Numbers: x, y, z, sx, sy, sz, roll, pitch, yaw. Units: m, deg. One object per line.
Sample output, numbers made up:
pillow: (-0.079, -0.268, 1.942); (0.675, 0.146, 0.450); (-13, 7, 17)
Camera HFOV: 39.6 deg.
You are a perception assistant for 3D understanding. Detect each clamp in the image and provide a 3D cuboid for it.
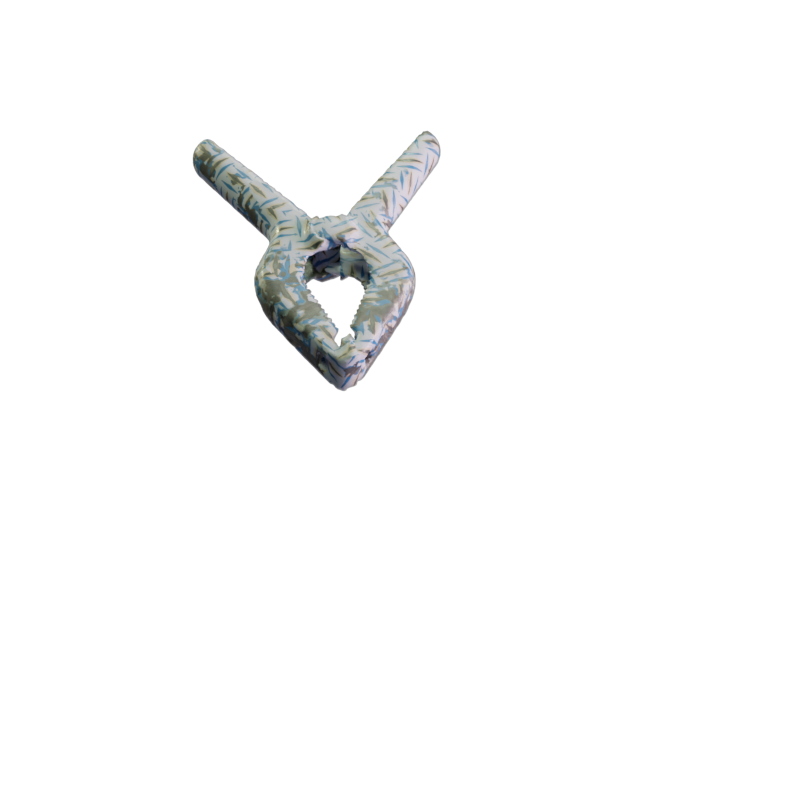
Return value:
clamp: (-0.053, -0.097, 0.680); (0.165, 0.225, 0.034); (0, -42, 0)
